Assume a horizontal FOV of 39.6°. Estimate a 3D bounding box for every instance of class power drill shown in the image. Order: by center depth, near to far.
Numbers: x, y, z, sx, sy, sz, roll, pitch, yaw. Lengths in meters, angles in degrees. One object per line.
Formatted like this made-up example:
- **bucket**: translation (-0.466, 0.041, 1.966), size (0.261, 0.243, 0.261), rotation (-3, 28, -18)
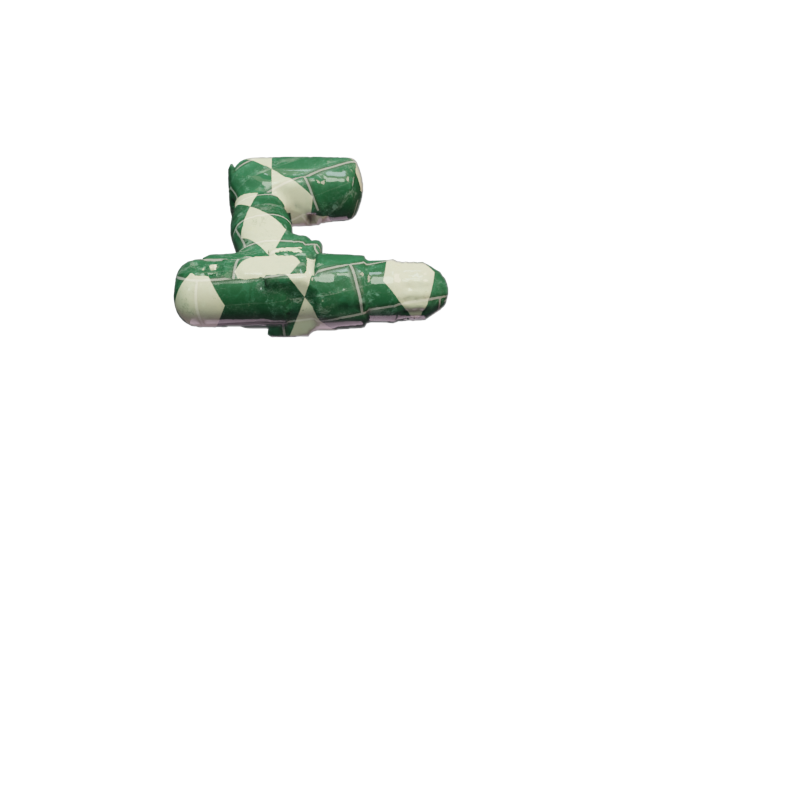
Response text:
- **power drill**: translation (-0.063, -0.115, 0.807), size (0.184, 0.054, 0.200), rotation (0, 34, -1)
